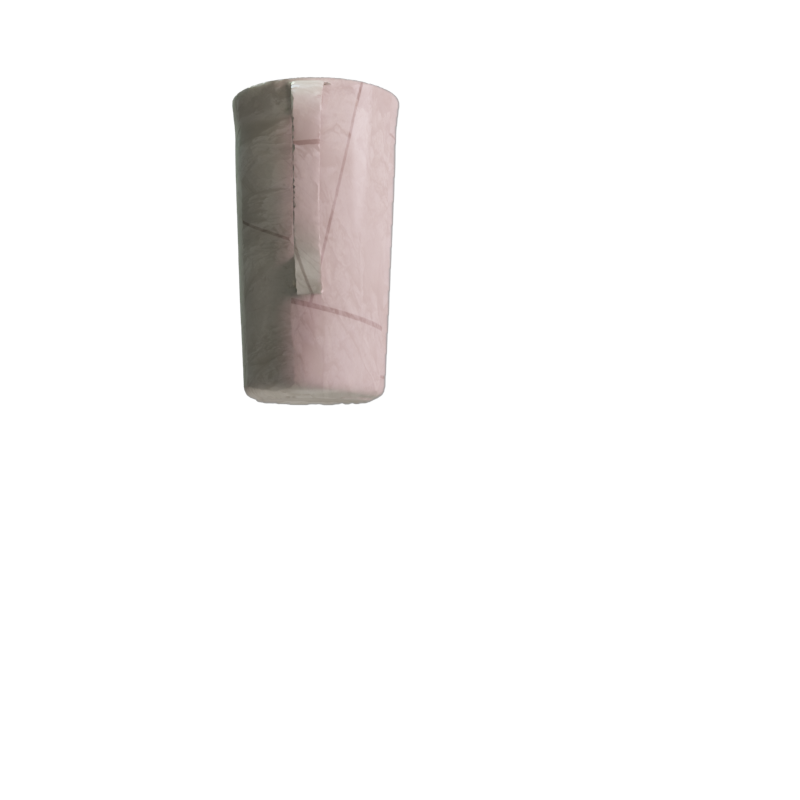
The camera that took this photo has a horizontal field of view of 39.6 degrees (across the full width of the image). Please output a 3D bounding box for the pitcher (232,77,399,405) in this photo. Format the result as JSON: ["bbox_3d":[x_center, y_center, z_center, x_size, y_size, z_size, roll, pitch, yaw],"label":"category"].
[{"bbox_3d":[-0.067,-0.122,0.853,0.149,0.249,0.142,-10,-13,44],"label":"pitcher"}]
